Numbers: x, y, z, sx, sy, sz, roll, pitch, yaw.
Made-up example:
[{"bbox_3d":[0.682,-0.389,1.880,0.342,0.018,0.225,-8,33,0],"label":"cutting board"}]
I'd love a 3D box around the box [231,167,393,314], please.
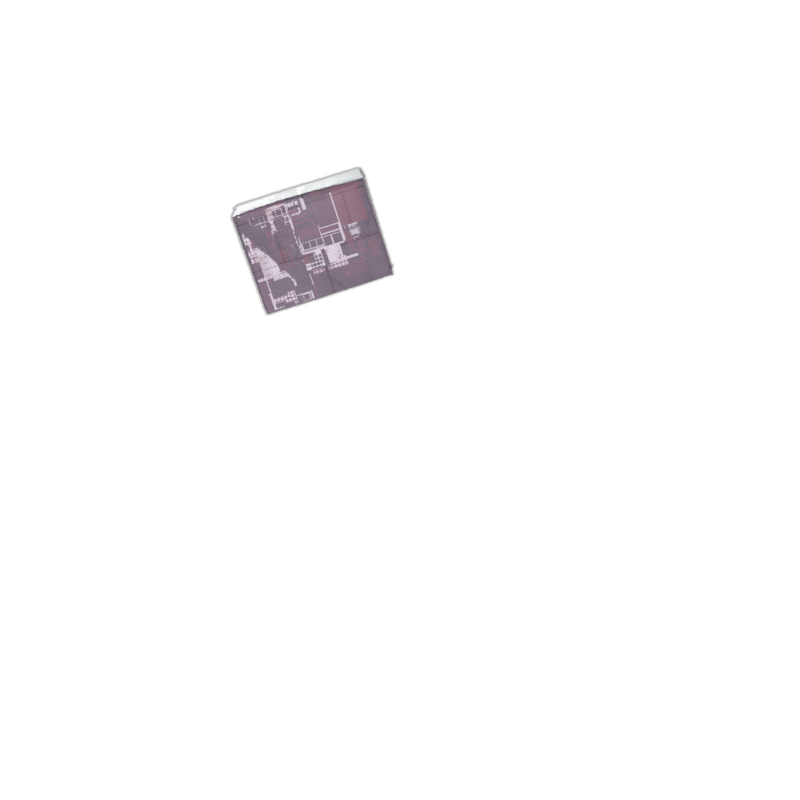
[{"bbox_3d":[-0.071,-0.130,0.911,0.114,0.086,0.040,-16,16,4],"label":"box"}]
